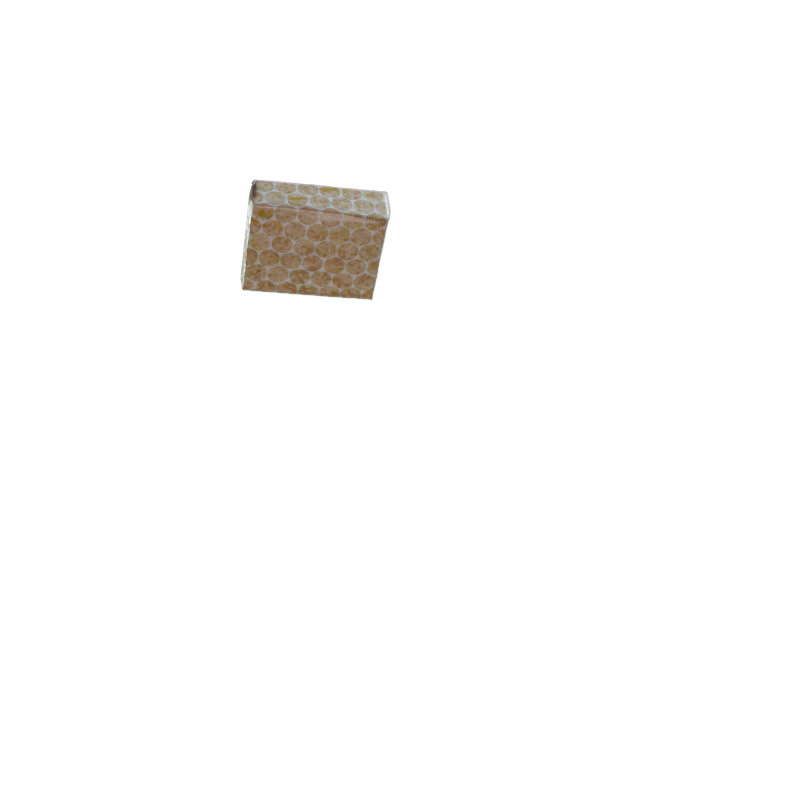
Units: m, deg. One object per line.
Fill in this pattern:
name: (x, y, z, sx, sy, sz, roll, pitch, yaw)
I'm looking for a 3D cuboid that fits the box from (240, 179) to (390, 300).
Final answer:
box: (-0.071, -0.129, 0.902, 0.112, 0.084, 0.042, 6, 41, -6)
